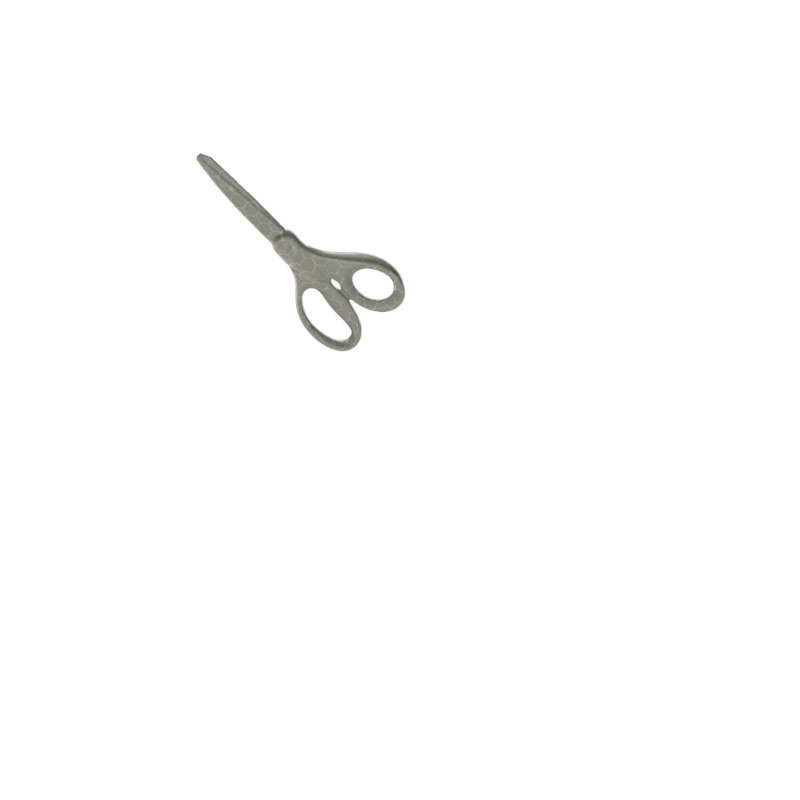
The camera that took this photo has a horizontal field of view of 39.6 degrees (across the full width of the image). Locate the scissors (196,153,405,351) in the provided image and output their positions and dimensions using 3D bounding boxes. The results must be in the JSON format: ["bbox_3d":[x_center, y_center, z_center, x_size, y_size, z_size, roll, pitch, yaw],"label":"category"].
[{"bbox_3d":[-0.066,-0.120,0.838,0.097,0.188,0.017,-20,31,13],"label":"scissors"}]
